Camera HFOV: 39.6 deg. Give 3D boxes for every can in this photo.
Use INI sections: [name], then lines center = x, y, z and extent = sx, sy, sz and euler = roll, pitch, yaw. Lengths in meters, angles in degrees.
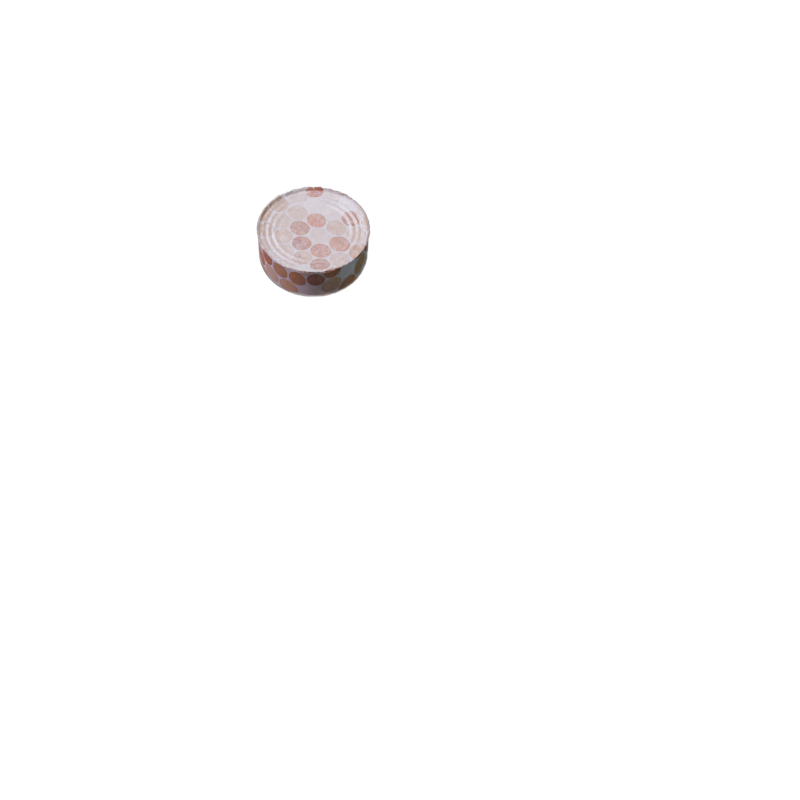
[can]
center = -0.066, -0.121, 0.849
extent = 0.086, 0.092, 0.031
euler = -1, -37, -1
